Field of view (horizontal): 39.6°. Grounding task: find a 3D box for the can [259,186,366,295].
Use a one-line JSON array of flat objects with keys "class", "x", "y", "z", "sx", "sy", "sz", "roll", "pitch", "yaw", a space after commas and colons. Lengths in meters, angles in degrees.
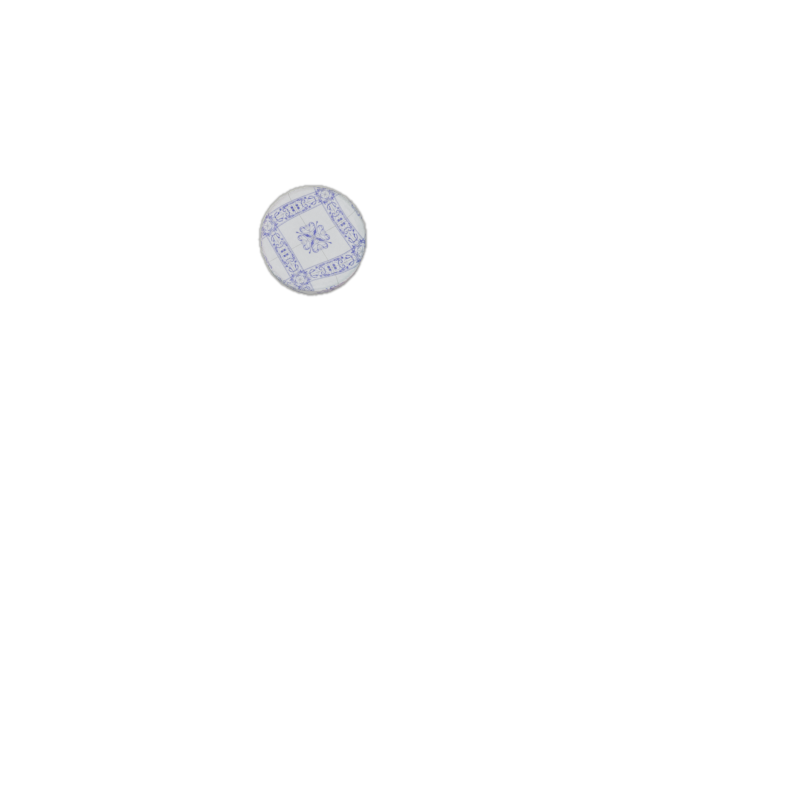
[{"class": "can", "x": -0.071, "y": -0.129, "z": 0.903, "sx": 0.086, "sy": 0.088, "sz": 0.033, "roll": 0, "pitch": -10, "yaw": -1}]
